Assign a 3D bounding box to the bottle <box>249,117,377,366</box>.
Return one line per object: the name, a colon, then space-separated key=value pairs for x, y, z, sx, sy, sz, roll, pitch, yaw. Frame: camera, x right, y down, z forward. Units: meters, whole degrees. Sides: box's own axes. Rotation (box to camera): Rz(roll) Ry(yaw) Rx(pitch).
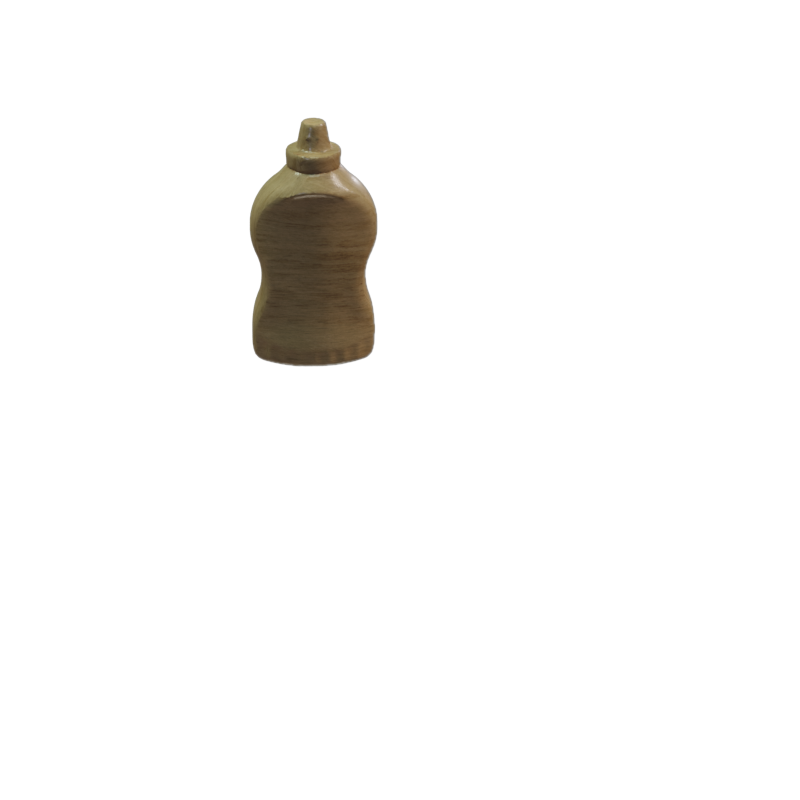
bottle: x=-0.066 y=-0.120 z=0.841 sx=0.096 sy=0.181 sz=0.062 roll=1 pitch=27 yaw=-2
